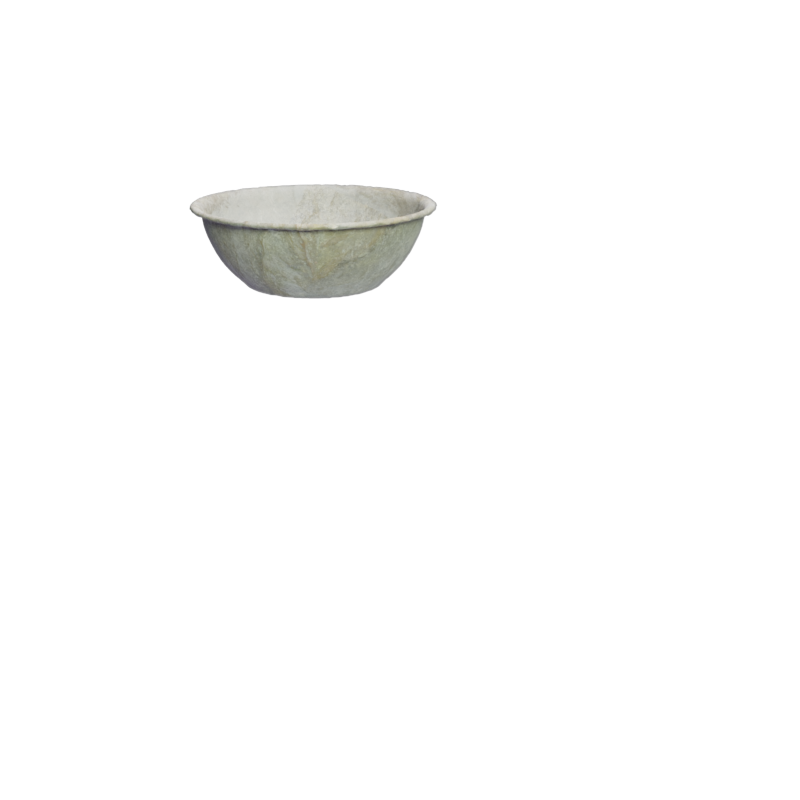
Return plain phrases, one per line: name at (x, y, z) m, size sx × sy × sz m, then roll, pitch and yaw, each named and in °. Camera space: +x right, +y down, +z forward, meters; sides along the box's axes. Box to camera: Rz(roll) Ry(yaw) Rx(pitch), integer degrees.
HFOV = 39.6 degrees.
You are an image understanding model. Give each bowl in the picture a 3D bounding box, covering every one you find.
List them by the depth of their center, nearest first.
bowl at (-0.057, -0.104, 0.732) m, size 0.162 × 0.053 × 0.168 m, roll -1°, pitch 19°, yaw -2°
